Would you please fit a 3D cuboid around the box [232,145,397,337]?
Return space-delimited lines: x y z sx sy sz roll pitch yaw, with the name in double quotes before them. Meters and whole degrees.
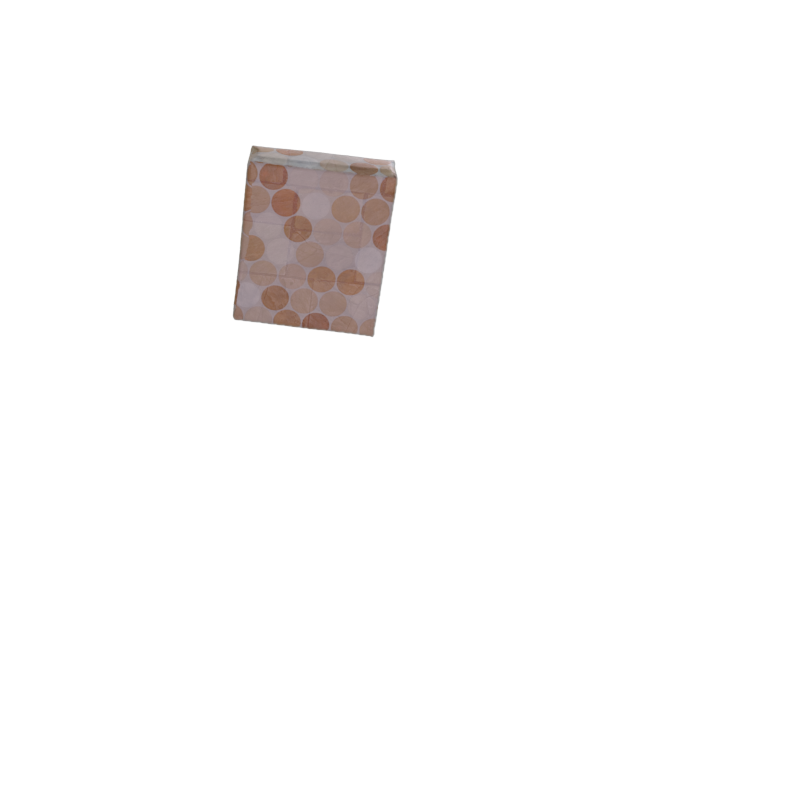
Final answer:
"box" -0.044 -0.080 0.558 0.073 0.085 0.032 7 24 -4
